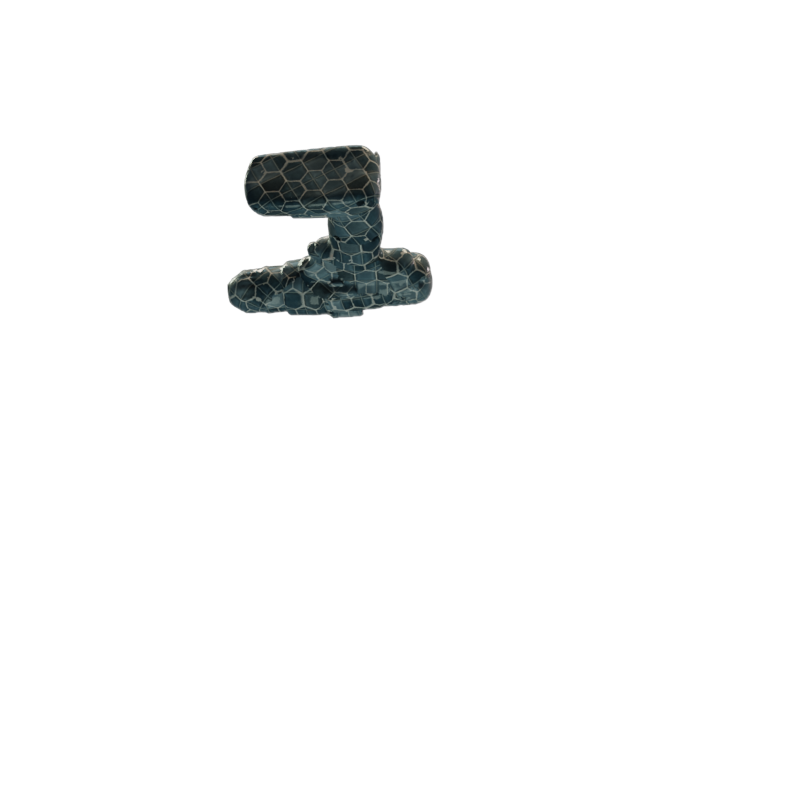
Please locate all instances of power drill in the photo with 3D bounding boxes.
[{"bbox_3d":[-0.073,-0.133,0.932,0.186,0.061,0.174,-5,-28,8],"label":"power drill"}]
